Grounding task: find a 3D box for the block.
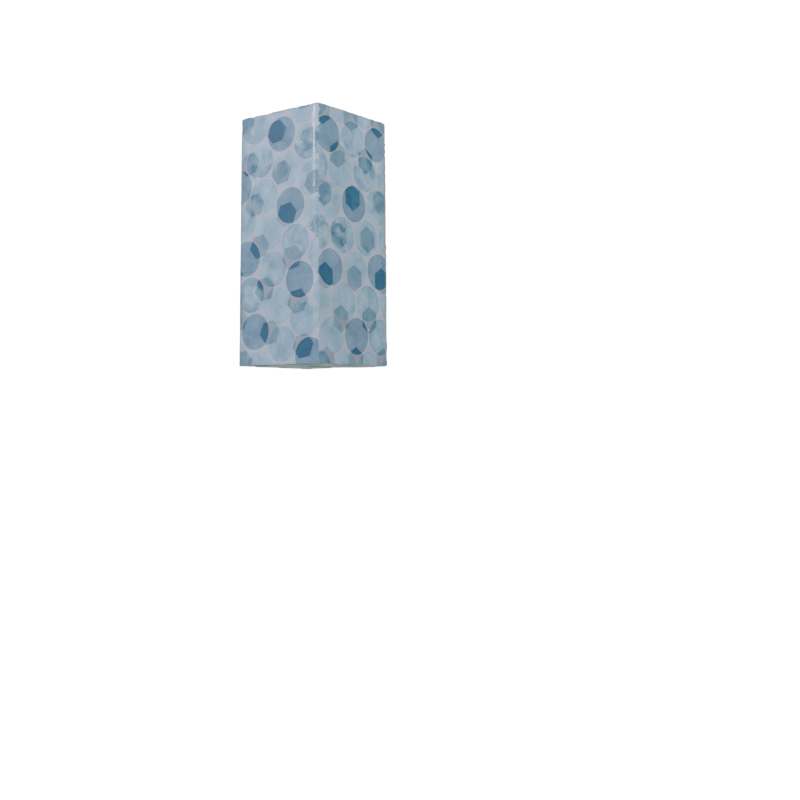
[{"bbox_3d":[-0.073,-0.132,0.923,0.093,0.210,0.086,-6,-9,38],"label":"block"}]
